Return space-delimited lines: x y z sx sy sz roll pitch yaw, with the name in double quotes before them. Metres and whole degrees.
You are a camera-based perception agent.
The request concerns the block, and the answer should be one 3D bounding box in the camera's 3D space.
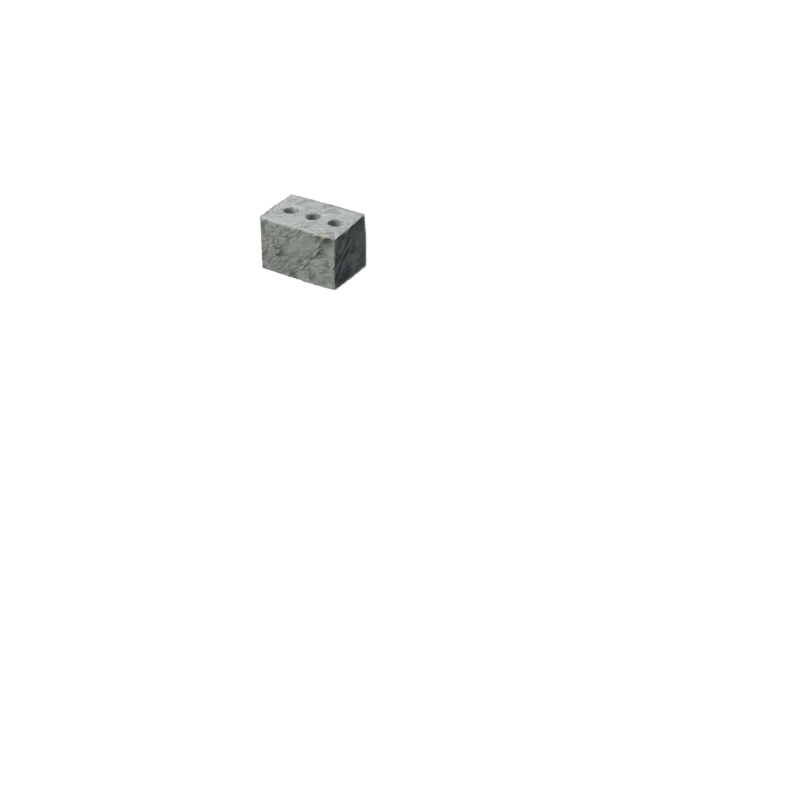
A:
"block" -0.075 -0.136 0.952 0.082 0.048 0.054 18 36 25
